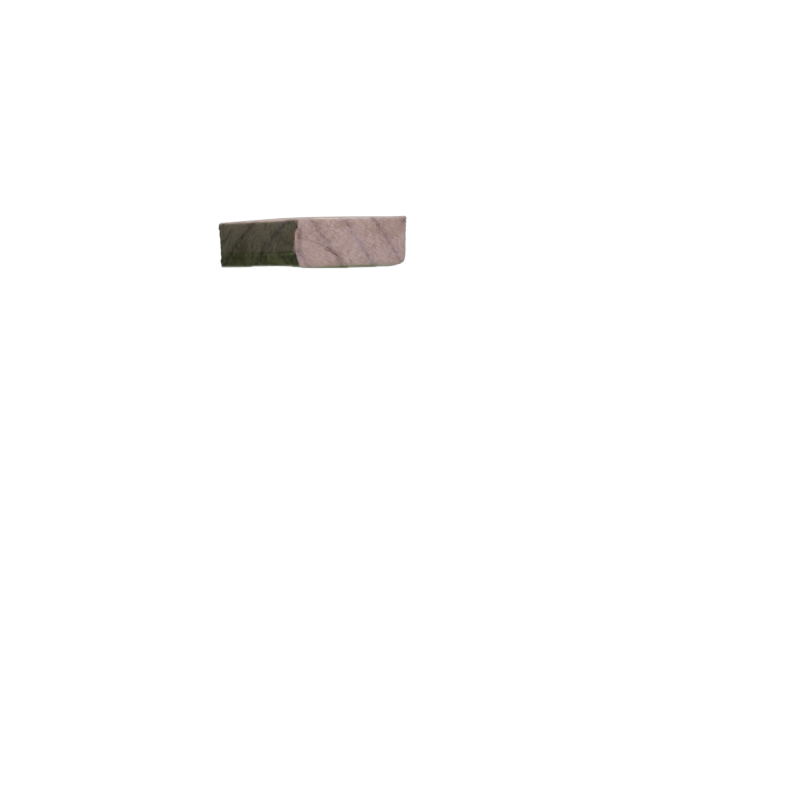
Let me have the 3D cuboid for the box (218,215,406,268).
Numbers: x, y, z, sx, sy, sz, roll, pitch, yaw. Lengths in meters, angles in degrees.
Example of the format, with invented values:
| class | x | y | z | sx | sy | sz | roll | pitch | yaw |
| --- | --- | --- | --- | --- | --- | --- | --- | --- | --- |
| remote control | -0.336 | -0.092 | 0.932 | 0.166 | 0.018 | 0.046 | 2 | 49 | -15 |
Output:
| class | x | y | z | sx | sy | sz | roll | pitch | yaw |
| --- | --- | --- | --- | --- | --- | --- | --- | --- | --- |
| box | -0.064 | -0.118 | 0.824 | 0.094 | 0.039 | 0.109 | 6 | 9 | 44 |
